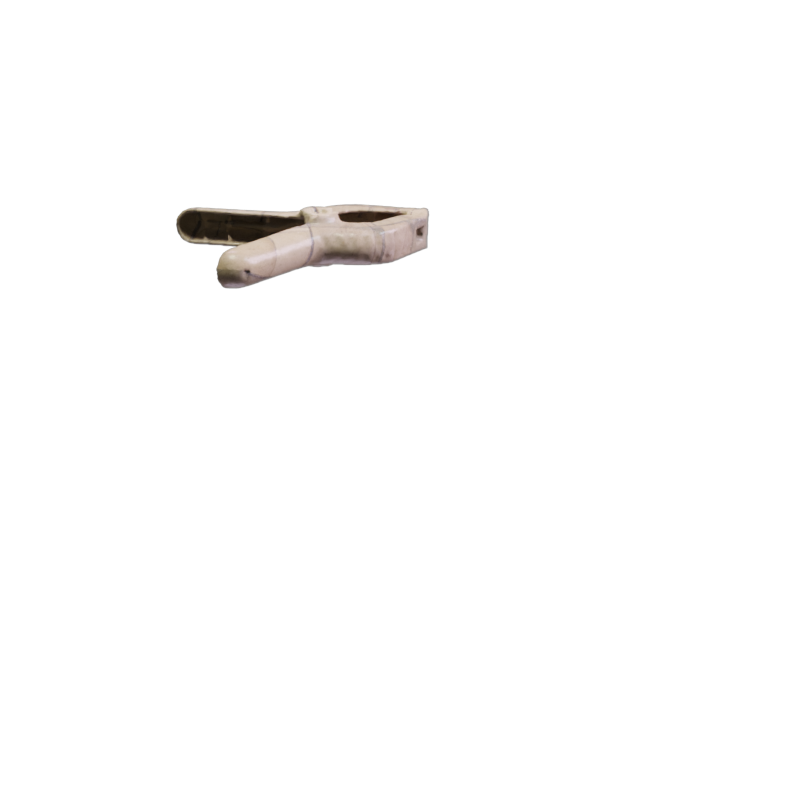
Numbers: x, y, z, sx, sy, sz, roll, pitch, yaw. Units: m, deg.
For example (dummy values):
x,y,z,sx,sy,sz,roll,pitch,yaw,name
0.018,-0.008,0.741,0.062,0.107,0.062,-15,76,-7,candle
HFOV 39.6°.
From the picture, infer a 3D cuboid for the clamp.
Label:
x,y,z,sx,sy,sz,roll,pitch,yaw,name
-0.057,-0.104,0.728,0.169,0.037,0.128,-6,30,-11,clamp
